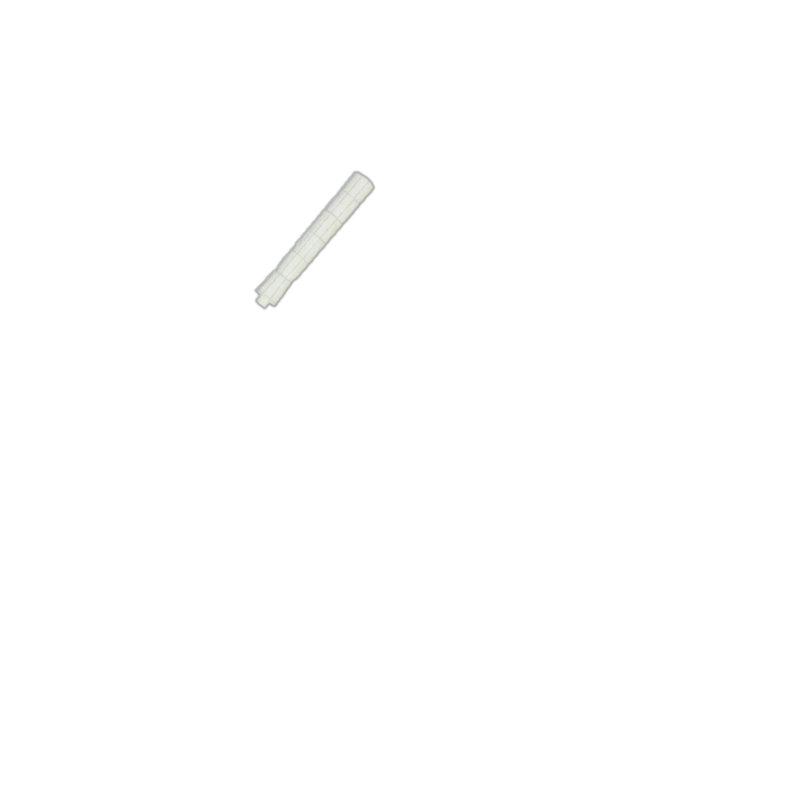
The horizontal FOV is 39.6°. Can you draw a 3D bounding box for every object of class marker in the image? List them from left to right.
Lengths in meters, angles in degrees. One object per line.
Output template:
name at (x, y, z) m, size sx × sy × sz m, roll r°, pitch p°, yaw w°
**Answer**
marker at (-0.063, -0.116, 0.810) m, size 0.020 × 0.122 × 0.019 m, roll 38°, pitch -9°, yaw 3°
